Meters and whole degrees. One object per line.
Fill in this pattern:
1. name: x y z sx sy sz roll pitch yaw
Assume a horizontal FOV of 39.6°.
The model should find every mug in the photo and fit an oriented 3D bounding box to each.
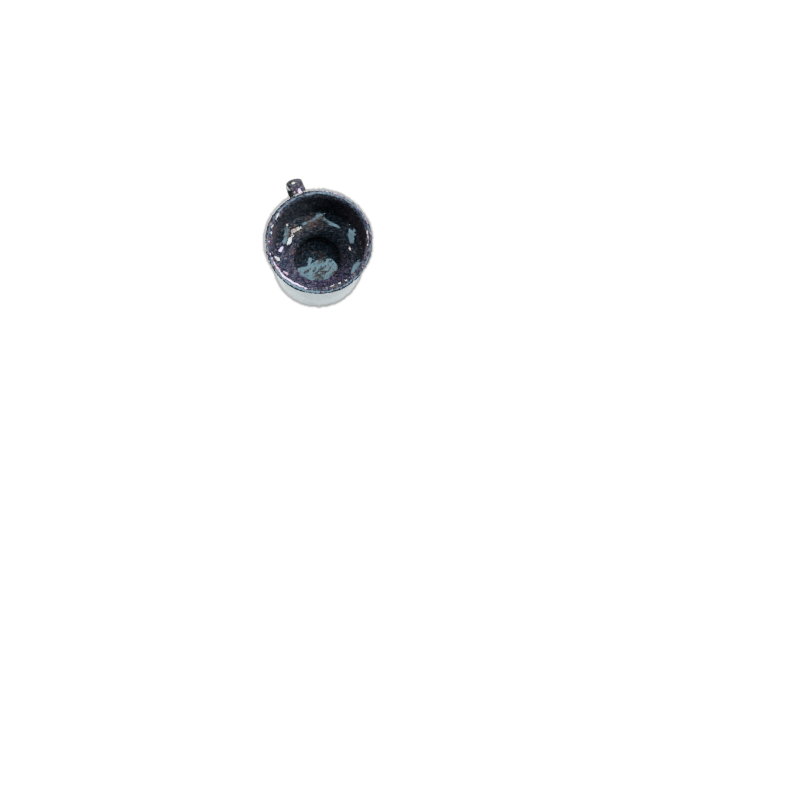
1. mug: -0.077 -0.141 0.986 0.093 0.122 0.079 -22 -12 -7
